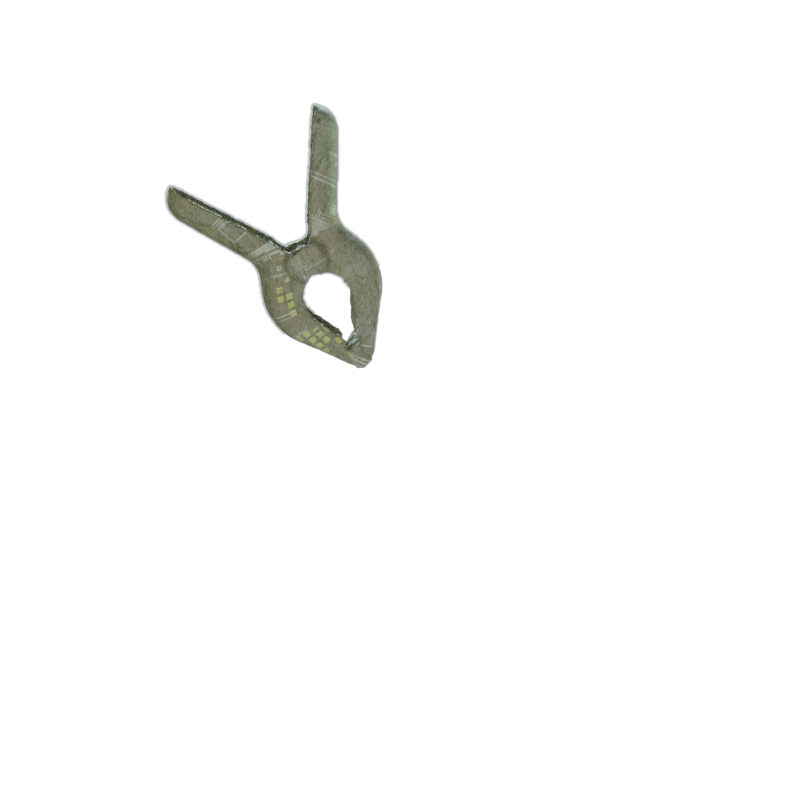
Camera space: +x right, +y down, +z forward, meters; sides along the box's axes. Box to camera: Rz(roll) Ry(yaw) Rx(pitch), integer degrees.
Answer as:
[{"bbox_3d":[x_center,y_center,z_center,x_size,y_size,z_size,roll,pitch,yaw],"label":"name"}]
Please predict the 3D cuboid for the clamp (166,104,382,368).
[{"bbox_3d":[-0.057,-0.103,0.723,0.120,0.165,0.041,-36,15,11],"label":"clamp"}]
